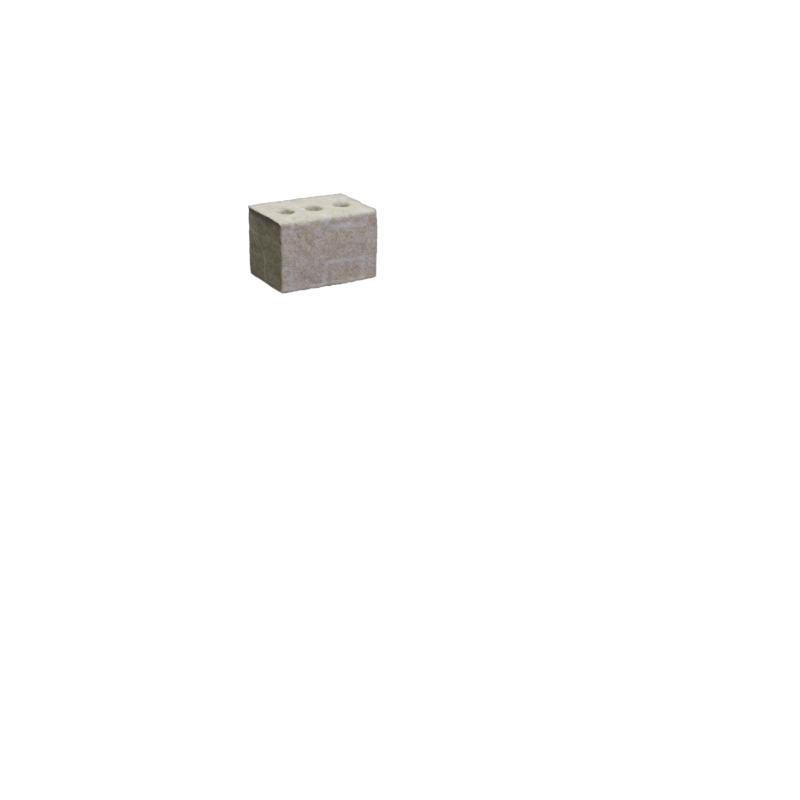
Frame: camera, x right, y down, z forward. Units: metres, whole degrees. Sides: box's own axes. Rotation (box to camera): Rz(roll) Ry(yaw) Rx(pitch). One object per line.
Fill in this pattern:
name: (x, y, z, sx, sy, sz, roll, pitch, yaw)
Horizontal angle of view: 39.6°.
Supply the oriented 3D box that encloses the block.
block: (-0.061, -0.111, 0.780, 0.076, 0.049, 0.056, -12, 24, -28)
